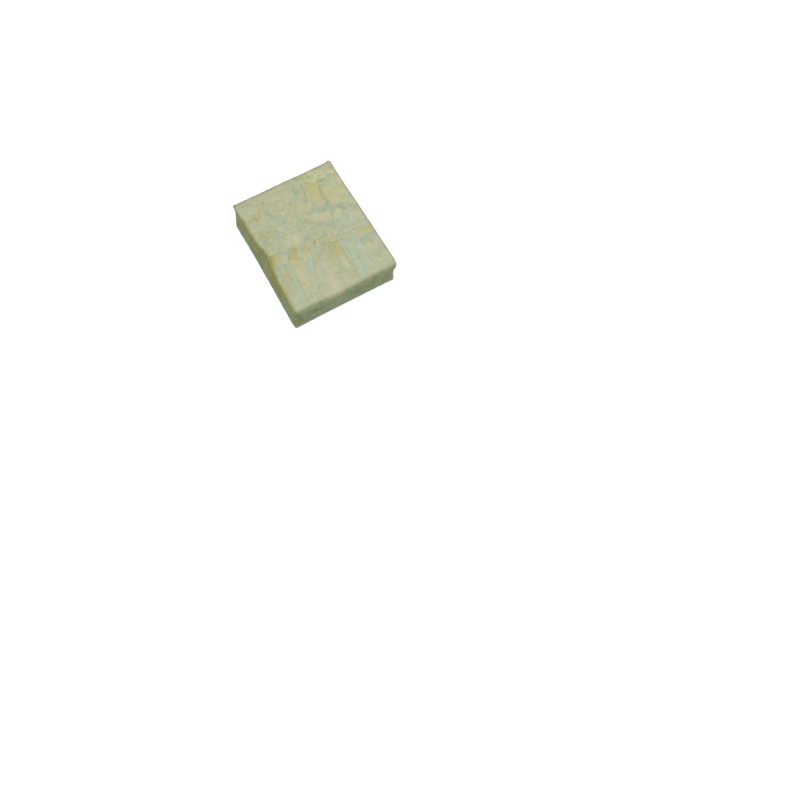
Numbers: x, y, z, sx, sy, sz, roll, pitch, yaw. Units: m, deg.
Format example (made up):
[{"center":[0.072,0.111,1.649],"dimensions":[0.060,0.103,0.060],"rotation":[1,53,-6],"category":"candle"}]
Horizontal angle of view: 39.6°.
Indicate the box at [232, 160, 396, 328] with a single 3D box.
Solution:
[{"center":[-0.056,-0.102,0.716],"dimensions":[0.073,0.095,0.028],"rotation":[-27,-22,-12],"category":"box"}]
